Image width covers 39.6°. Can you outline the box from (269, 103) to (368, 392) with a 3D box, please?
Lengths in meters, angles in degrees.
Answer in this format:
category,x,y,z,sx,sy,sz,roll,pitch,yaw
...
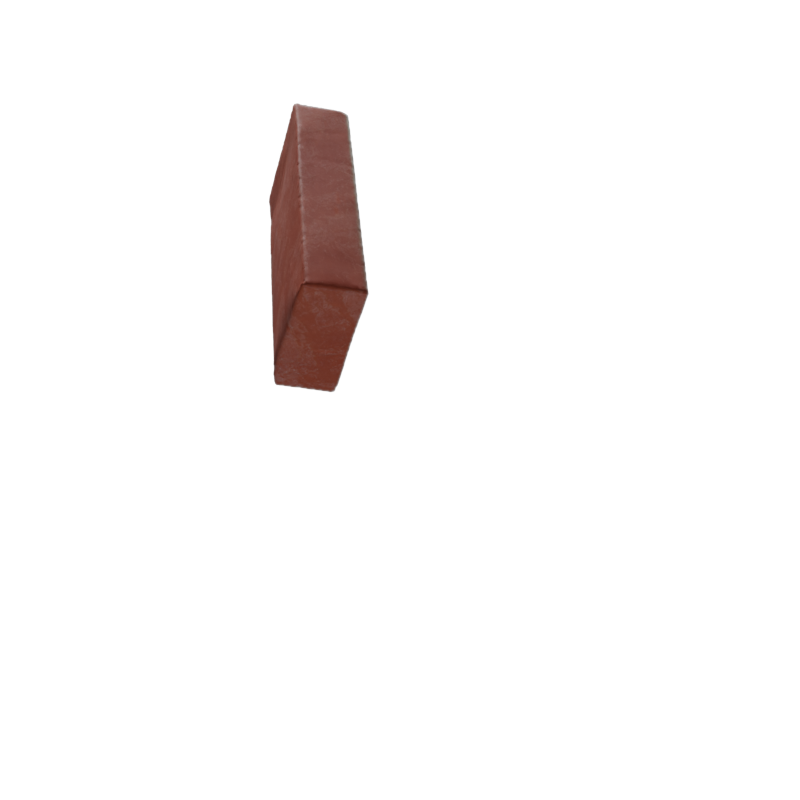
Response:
category,x,y,z,sx,sy,sz,roll,pitch,yaw
box,-0.056,-0.103,0.718,0.047,0.189,0.088,9,-44,-13
